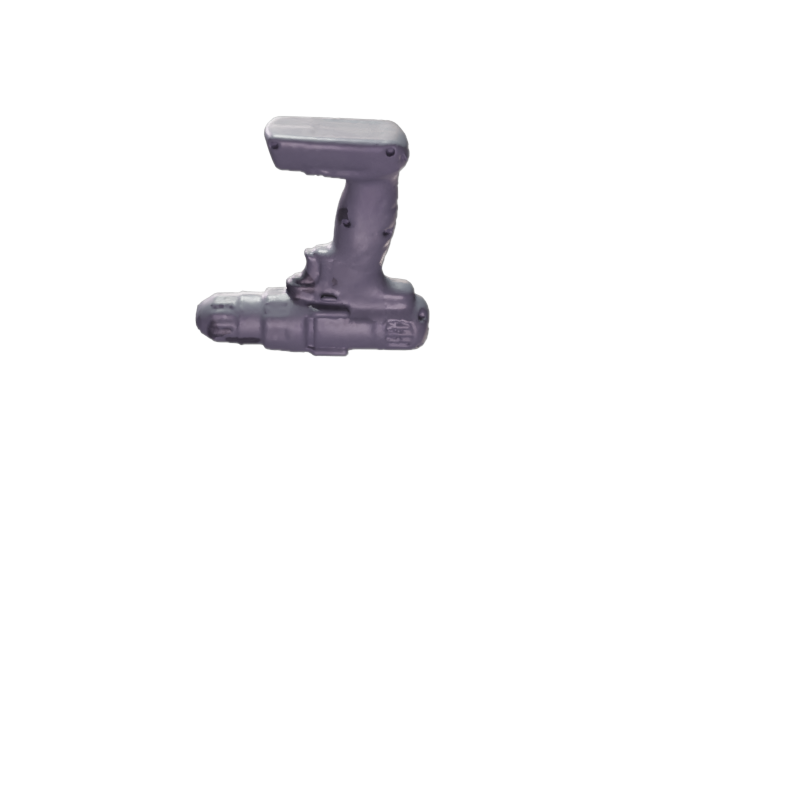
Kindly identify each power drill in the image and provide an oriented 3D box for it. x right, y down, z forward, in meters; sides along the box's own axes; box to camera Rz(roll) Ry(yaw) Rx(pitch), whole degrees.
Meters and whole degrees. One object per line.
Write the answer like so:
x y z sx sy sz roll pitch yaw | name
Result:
-0.066 -0.121 0.847 0.184 0.177 0.061 1 29 -1 | power drill
